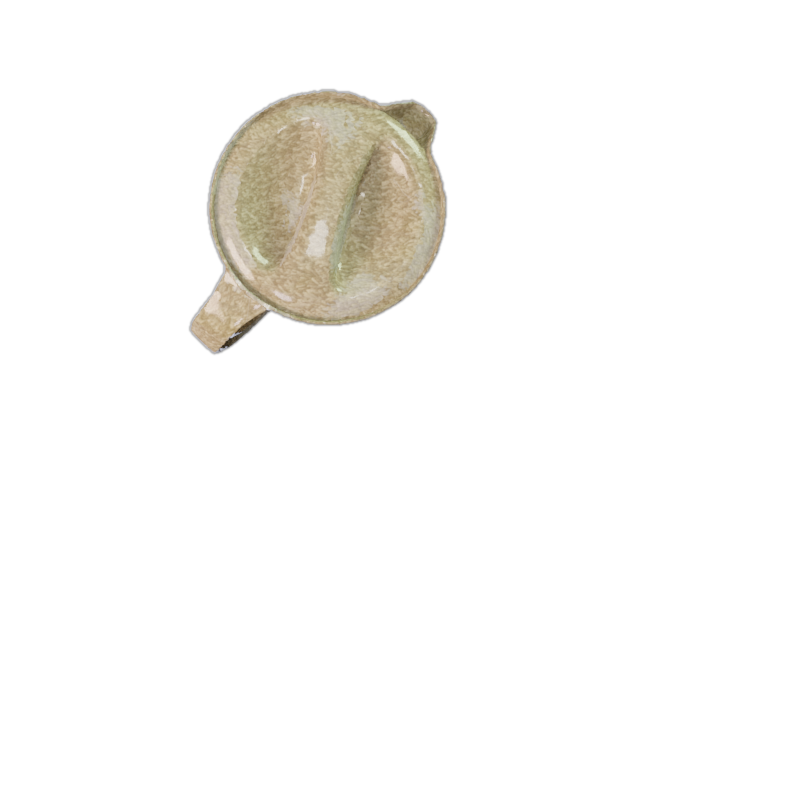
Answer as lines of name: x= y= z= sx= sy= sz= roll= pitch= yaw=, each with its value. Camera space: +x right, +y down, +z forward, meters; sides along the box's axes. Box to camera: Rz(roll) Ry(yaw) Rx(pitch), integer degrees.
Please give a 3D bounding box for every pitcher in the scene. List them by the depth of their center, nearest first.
pitcher: x=-0.057 y=-0.104 z=0.732 sx=0.149 sy=0.146 sz=0.242 roll=-2 pitch=0 yaw=-3
